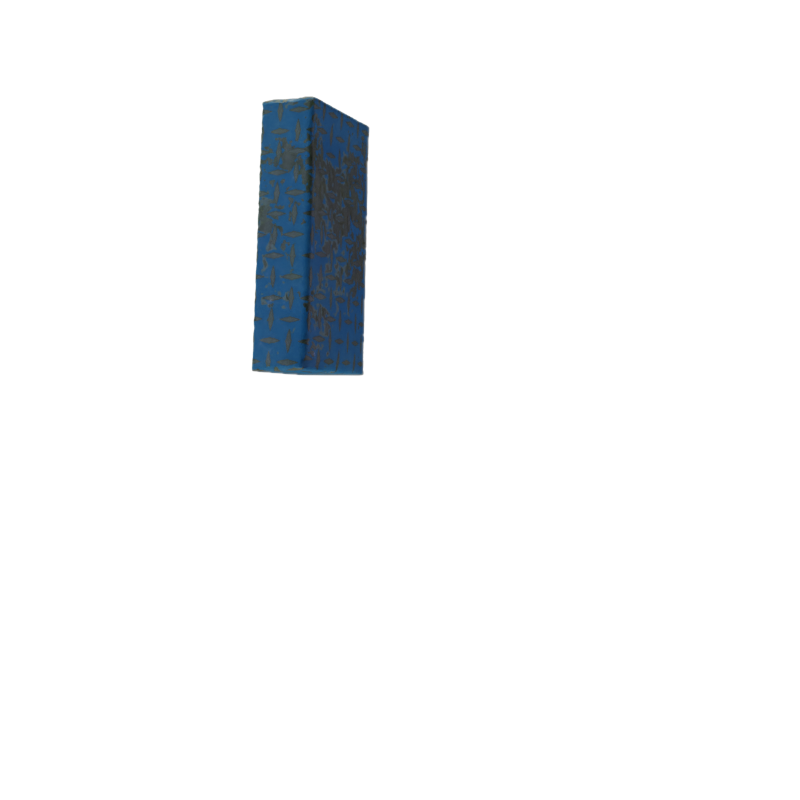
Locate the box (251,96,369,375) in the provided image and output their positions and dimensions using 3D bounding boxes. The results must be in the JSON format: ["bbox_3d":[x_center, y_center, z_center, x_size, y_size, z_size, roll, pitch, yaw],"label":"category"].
[{"bbox_3d":[-0.058,-0.106,0.742,0.049,0.180,0.089,-4,-8,23],"label":"box"}]
